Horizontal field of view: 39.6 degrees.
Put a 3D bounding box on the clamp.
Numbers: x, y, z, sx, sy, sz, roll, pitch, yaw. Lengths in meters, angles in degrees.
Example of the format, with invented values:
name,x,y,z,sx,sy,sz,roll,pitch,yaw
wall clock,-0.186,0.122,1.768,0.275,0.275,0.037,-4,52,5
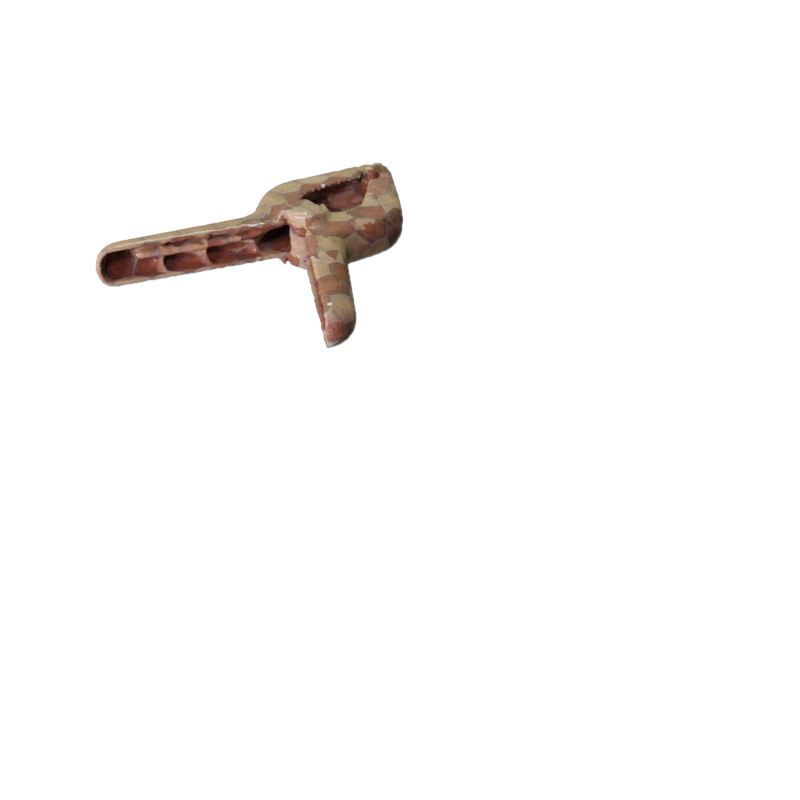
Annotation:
name,x,y,z,sx,sy,sz,roll,pitch,yaw
clamp,-0.052,-0.095,0.663,0.174,0.034,0.211,20,36,30
